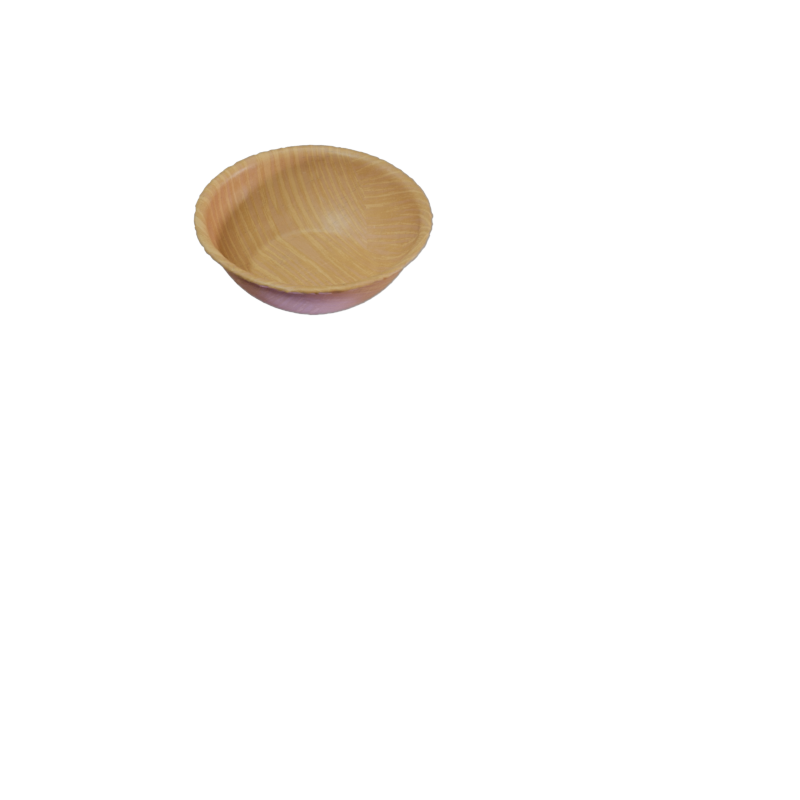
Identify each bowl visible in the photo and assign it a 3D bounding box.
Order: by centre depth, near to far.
[{"bbox_3d":[-0.060,-0.109,0.767,0.162,0.051,0.174,-1,44,-1],"label":"bowl"}]
